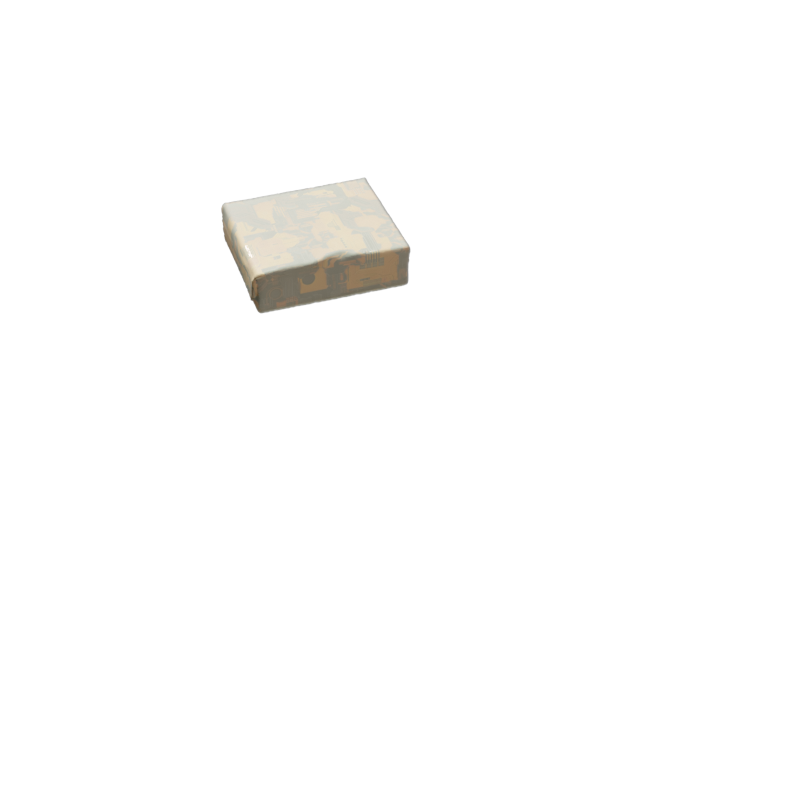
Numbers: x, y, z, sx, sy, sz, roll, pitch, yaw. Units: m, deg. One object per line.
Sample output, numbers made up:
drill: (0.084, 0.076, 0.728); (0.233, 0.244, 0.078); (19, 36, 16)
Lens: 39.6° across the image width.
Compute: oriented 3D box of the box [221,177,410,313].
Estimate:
box: (-0.049, -0.088, 0.618); (0.088, 0.028, 0.079); (-12, 42, -14)
